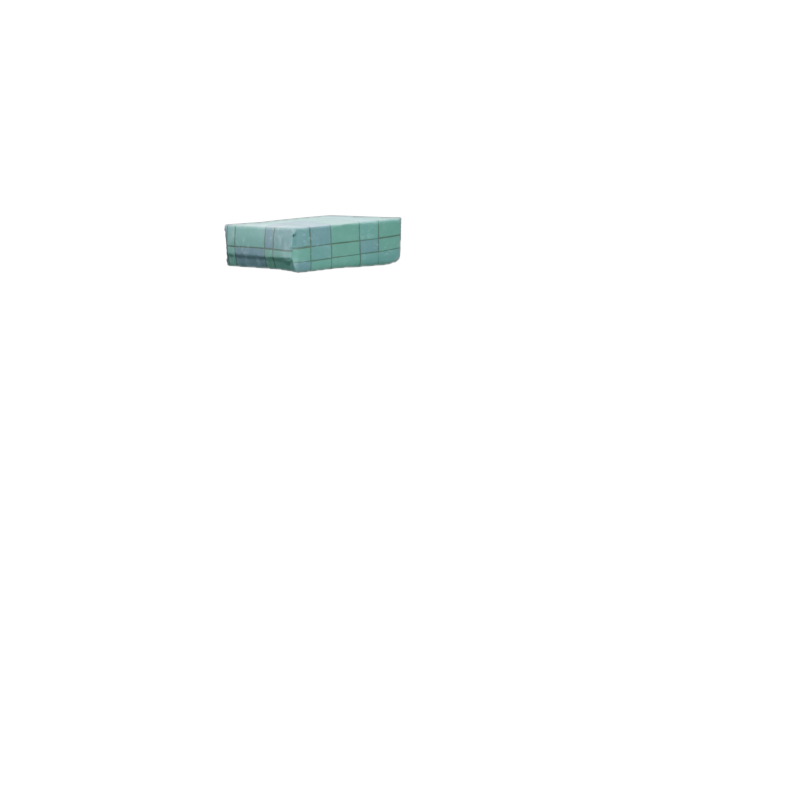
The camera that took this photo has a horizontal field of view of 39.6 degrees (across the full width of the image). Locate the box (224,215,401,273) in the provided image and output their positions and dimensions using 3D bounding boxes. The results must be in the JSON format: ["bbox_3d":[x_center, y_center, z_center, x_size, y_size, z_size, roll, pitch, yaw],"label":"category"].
[{"bbox_3d":[-0.069,-0.125,0.878,0.110,0.038,0.094,-10,15,-41],"label":"box"}]
